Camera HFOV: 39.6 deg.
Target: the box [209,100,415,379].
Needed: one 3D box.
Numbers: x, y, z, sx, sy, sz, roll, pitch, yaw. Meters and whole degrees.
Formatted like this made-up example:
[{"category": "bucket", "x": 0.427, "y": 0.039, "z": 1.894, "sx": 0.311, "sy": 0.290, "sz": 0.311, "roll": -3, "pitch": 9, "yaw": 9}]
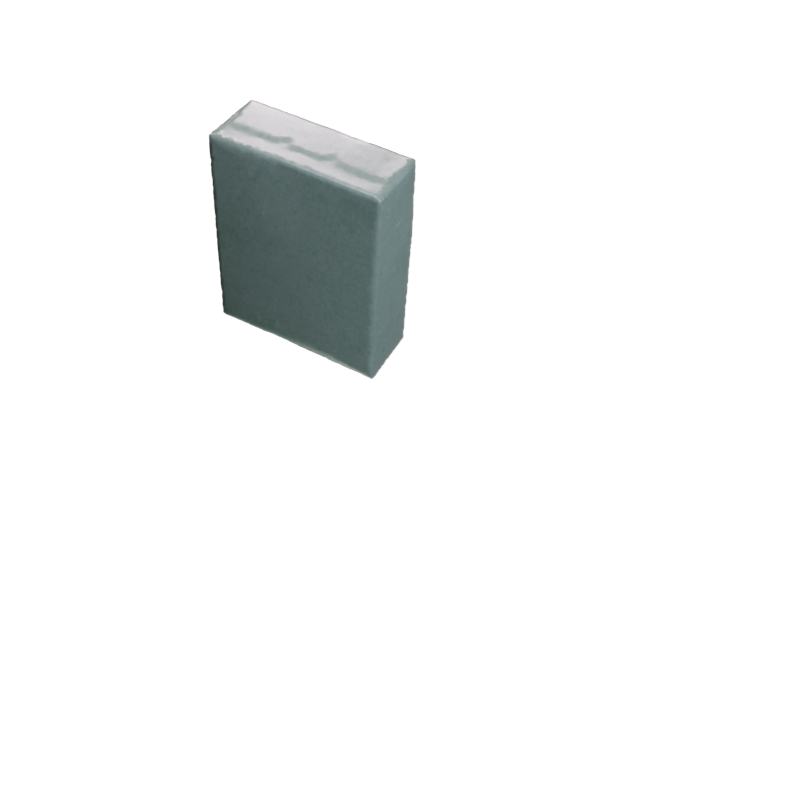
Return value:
[{"category": "box", "x": -0.076, "y": -0.138, "z": 0.966, "sx": 0.171, "sy": 0.199, "sz": 0.074, "roll": 25, "pitch": 50, "yaw": 20}]
